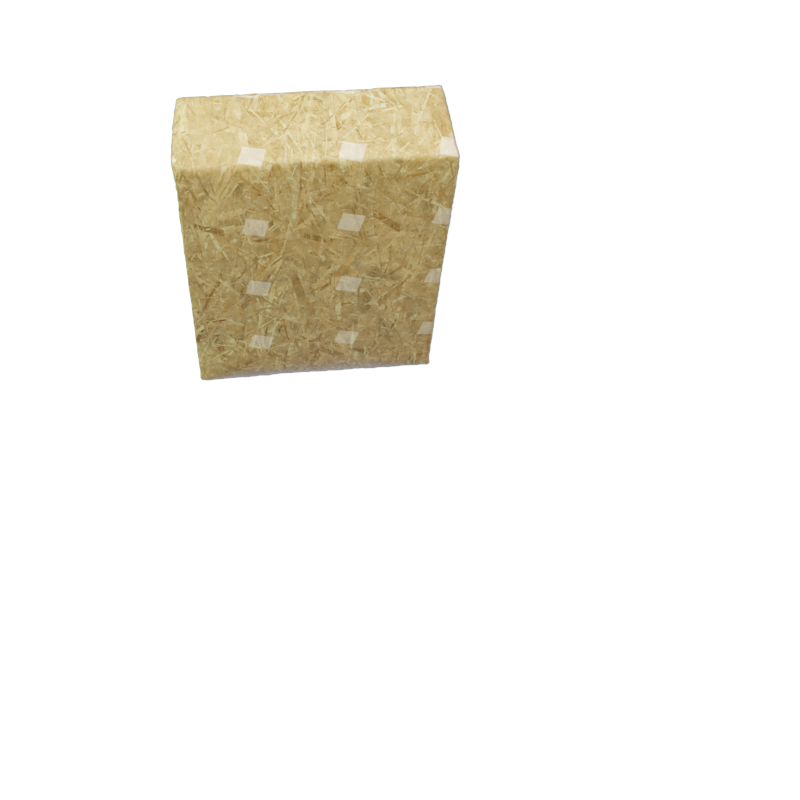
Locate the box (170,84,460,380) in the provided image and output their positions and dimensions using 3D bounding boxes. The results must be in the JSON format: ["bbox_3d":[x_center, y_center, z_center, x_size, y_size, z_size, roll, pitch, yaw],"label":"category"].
[{"bbox_3d":[-0.056,-0.103,0.719,0.163,0.077,0.200,-3,-36,-5],"label":"box"}]
